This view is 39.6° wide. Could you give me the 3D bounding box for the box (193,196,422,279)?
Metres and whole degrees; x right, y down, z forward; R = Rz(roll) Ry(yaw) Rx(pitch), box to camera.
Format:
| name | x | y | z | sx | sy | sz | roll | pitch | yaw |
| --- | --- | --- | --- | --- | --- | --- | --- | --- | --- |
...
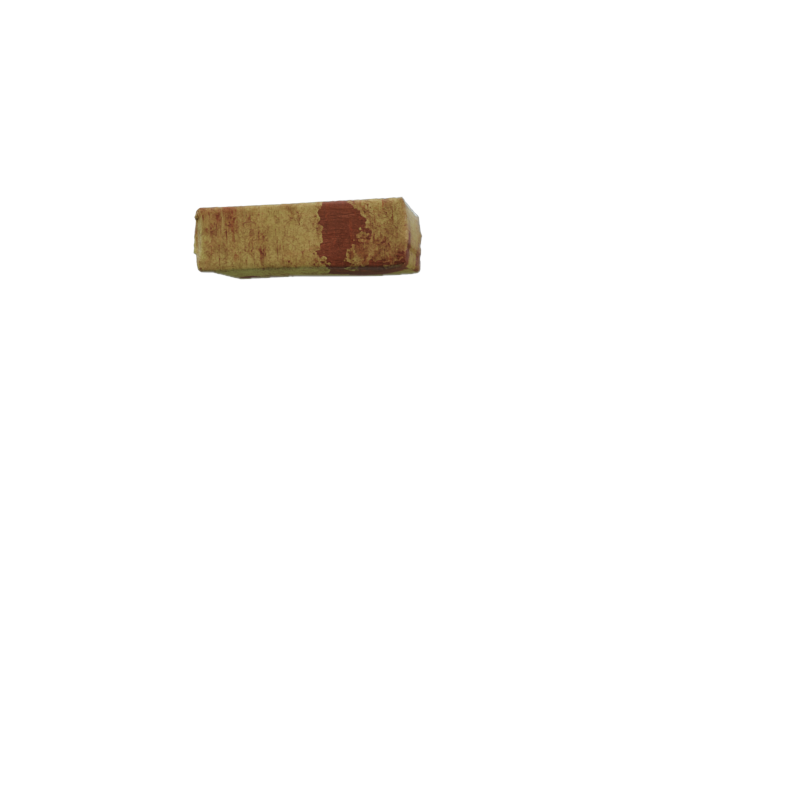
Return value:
| name | x | y | z | sx | sy | sz | roll | pitch | yaw |
| --- | --- | --- | --- | --- | --- | --- | --- | --- | --- |
| box | -0.048 | -0.088 | 0.613 | 0.115 | 0.039 | 0.089 | 1 | 3 | 8 |
